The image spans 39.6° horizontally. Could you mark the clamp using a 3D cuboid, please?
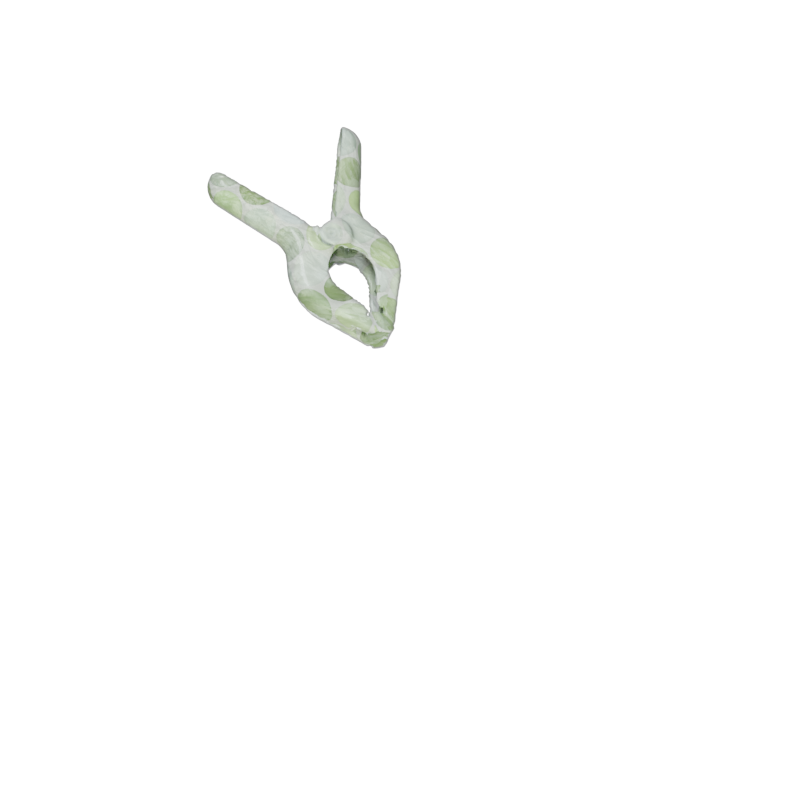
[{"bbox_3d":[-0.061,-0.112,0.783,0.119,0.183,0.037,-17,-26,-9],"label":"clamp"}]
